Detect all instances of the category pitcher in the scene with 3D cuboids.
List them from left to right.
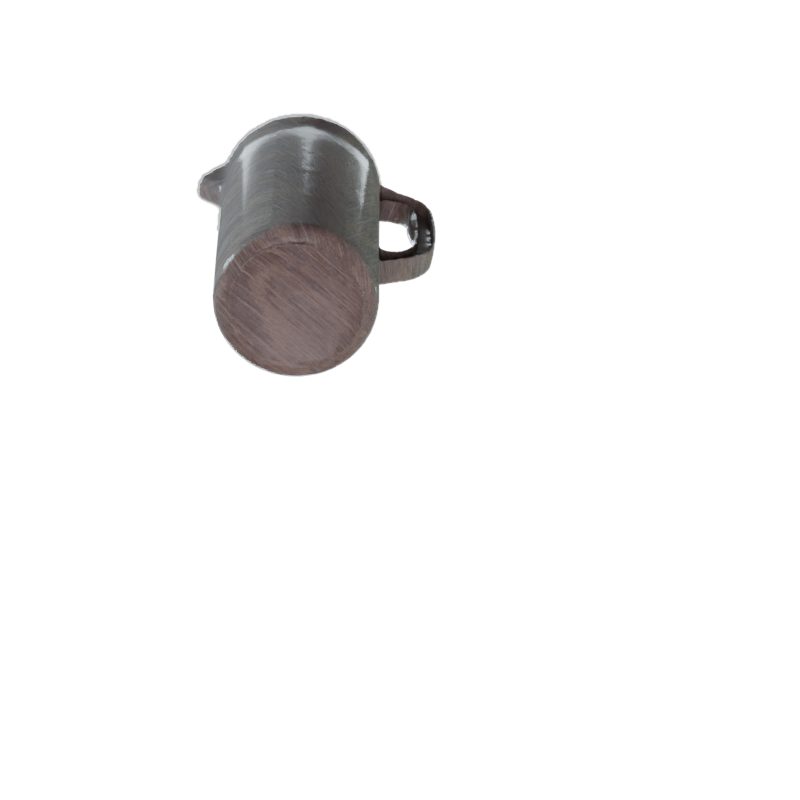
[{"bbox_3d":[-0.064,-0.117,0.819,0.149,0.138,0.257,-33,24,13],"label":"pitcher"}]
